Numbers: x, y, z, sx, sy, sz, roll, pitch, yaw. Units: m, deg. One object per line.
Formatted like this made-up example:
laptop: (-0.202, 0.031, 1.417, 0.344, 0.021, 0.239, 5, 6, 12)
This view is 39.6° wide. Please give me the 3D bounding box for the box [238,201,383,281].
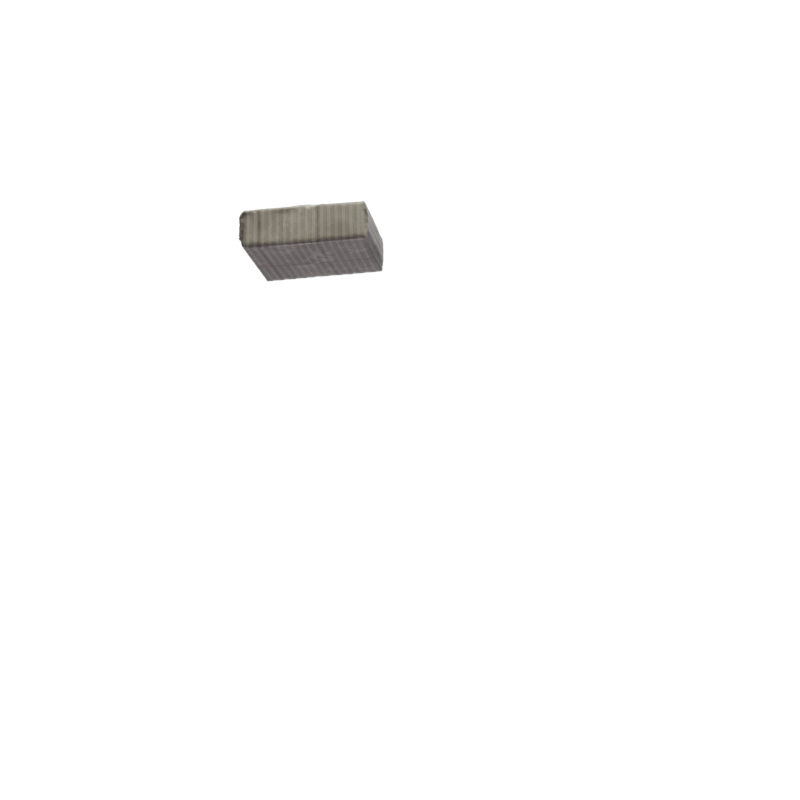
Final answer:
box: (-0.061, -0.111, 0.777, 0.090, 0.031, 0.069, -3, -14, 10)
